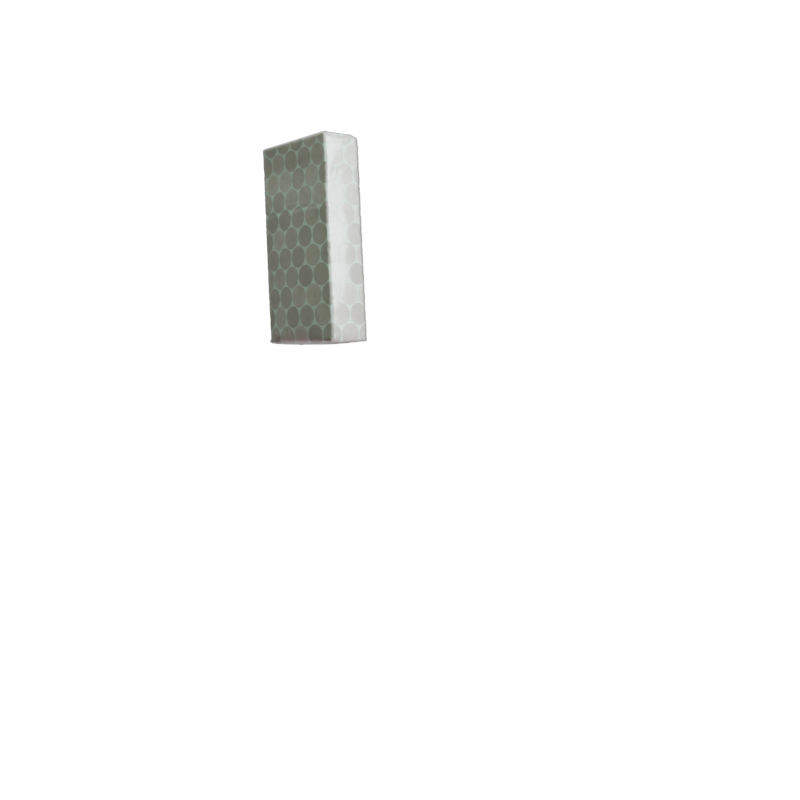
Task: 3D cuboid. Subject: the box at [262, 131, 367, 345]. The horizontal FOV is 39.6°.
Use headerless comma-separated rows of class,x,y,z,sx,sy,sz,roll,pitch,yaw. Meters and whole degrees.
box,-0.075,-0.137,0.957,0.046,0.179,0.096,5,-7,-39
